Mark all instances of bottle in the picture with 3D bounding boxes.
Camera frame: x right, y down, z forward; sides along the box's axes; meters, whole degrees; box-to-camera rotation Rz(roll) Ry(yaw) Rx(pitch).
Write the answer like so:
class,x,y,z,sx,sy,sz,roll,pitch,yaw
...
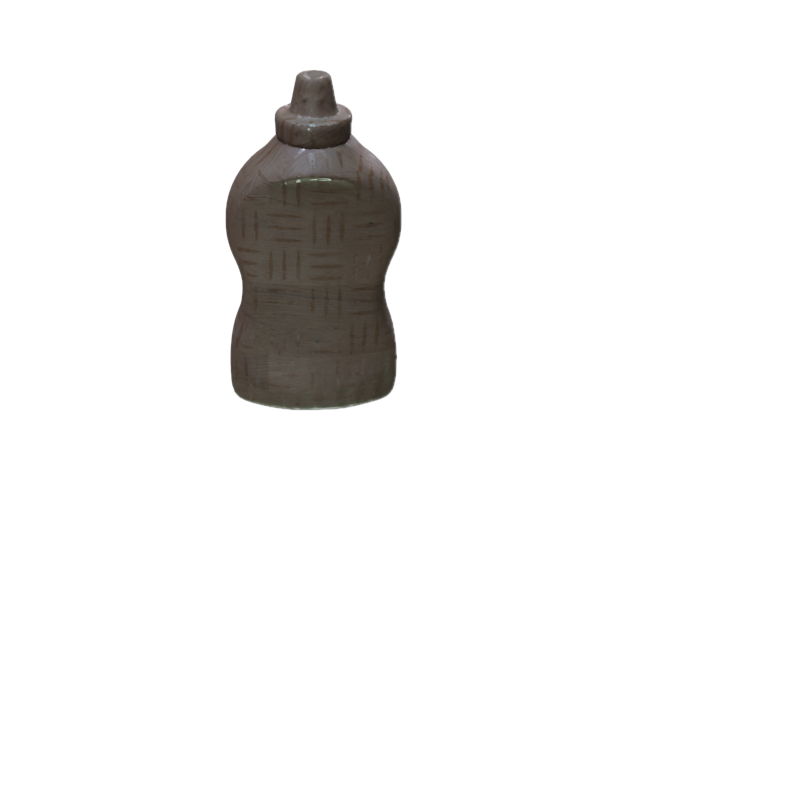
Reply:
class,x,y,z,sx,sy,sz,roll,pitch,yaw
bottle,-0.048,-0.088,0.614,0.096,0.181,0.062,1,29,-2
